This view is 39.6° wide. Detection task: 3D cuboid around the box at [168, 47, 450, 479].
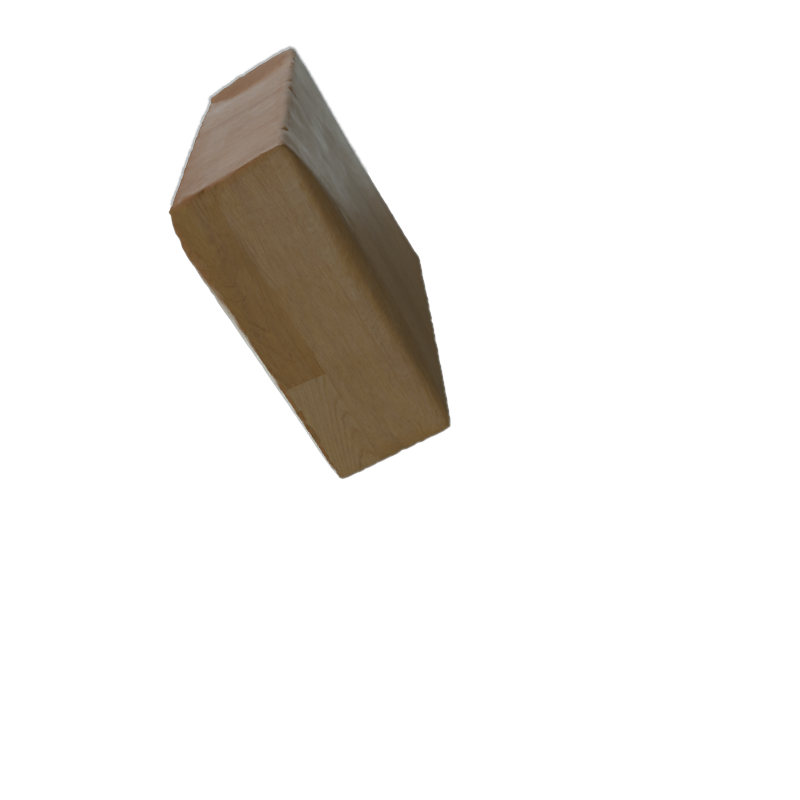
[{"bbox_3d":[-0.047,-0.087,0.606,0.072,0.156,0.226,-28,24,10],"label":"box"}]
